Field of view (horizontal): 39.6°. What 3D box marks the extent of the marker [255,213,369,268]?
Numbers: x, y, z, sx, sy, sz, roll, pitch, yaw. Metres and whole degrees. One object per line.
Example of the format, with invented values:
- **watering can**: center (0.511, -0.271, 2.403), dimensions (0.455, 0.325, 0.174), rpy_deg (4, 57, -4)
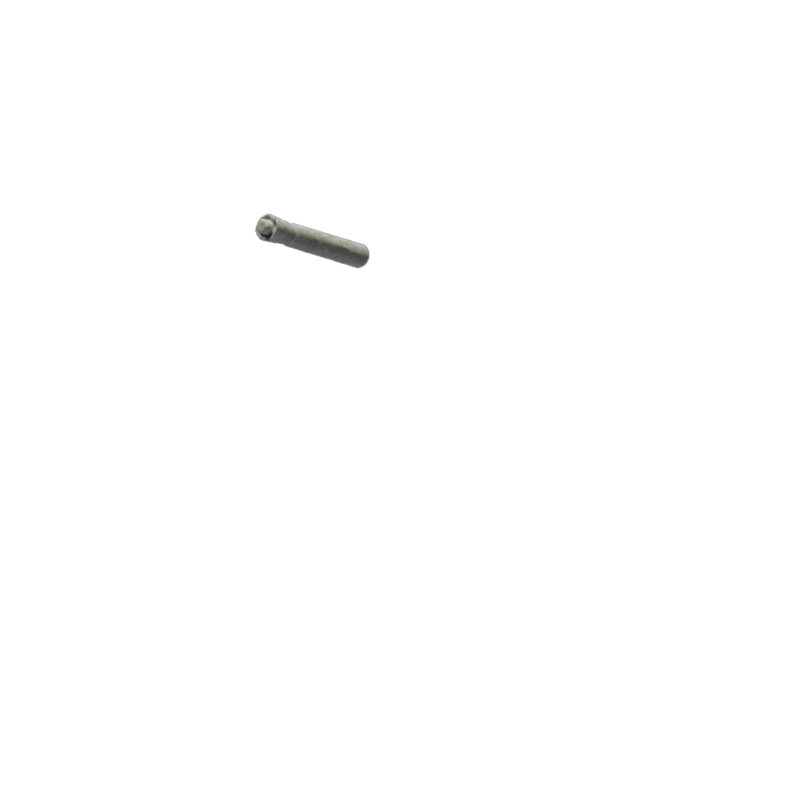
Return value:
- **marker**: center (-0.061, -0.112, 0.781), dimensions (0.020, 0.020, 0.115), rpy_deg (3, -2, 33)
